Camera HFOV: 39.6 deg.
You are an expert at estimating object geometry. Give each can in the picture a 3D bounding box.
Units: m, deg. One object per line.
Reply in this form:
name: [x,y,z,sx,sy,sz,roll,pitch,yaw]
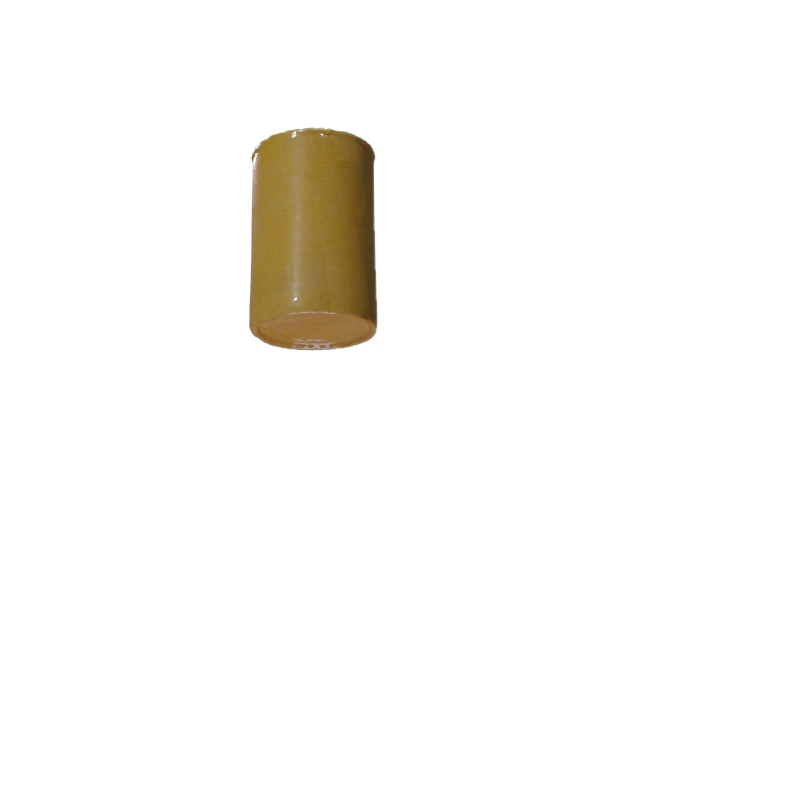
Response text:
can: [-0.046,-0.084,0.591,0.068,0.107,0.065,0,-20,-2]
